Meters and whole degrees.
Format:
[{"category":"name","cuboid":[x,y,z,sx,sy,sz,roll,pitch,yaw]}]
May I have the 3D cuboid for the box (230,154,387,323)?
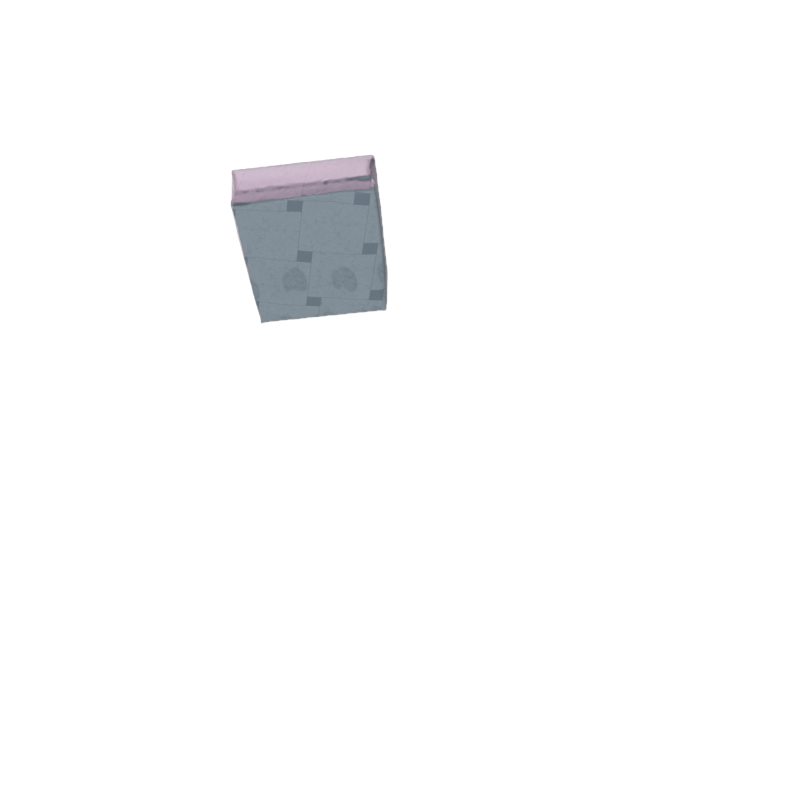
[{"category":"box","cuboid":[-0.056,-0.102,0.711,0.090,0.042,0.105,-4,-43,4]}]
